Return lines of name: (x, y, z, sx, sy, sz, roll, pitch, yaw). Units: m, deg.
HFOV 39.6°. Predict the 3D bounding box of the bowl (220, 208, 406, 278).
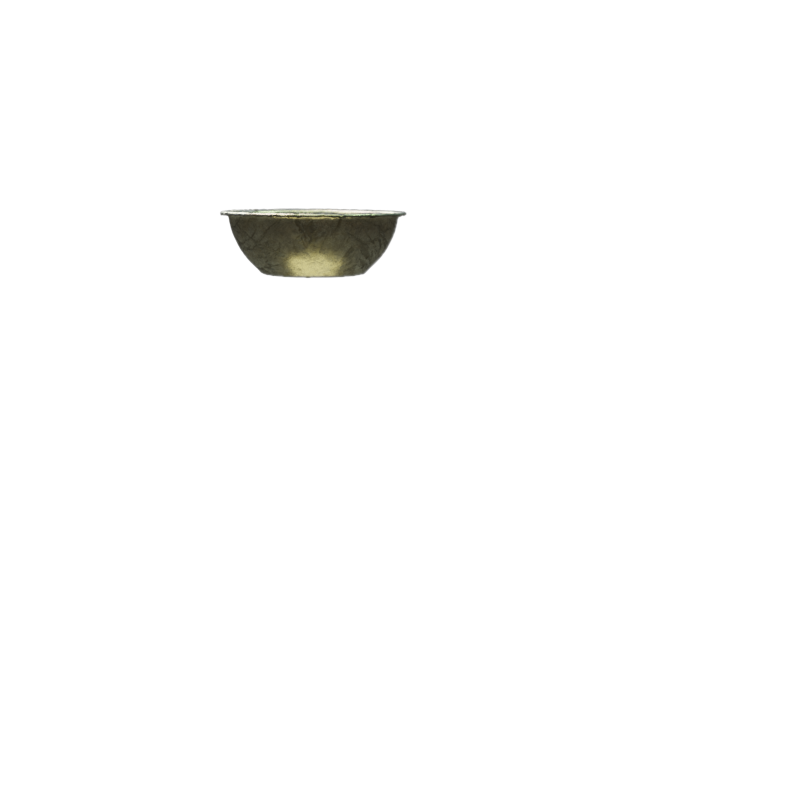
bowl: (-0.075, -0.138, 0.963, 0.162, 0.054, 0.165, 0, 11, -2)
